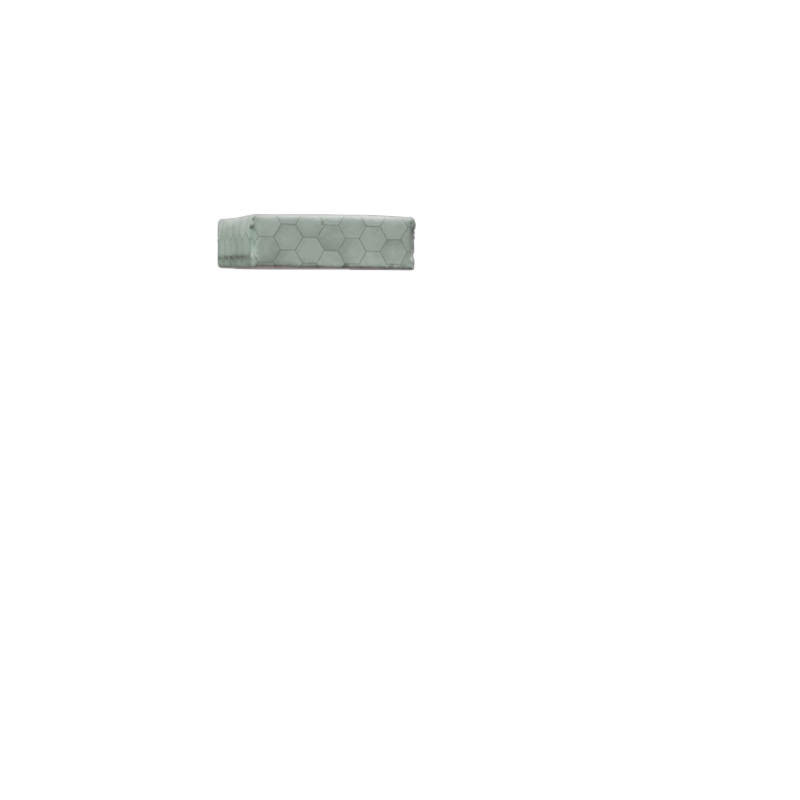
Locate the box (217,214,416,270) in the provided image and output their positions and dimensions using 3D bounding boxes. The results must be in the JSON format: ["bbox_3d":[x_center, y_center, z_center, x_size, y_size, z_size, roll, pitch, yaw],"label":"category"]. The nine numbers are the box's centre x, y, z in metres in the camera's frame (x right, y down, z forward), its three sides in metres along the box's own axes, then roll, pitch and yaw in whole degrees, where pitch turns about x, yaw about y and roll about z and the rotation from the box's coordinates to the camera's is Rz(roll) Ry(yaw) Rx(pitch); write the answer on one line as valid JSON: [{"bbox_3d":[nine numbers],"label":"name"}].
[{"bbox_3d":[-0.046,-0.084,0.588,0.087,0.030,0.075,-2,7,-20],"label":"box"}]
